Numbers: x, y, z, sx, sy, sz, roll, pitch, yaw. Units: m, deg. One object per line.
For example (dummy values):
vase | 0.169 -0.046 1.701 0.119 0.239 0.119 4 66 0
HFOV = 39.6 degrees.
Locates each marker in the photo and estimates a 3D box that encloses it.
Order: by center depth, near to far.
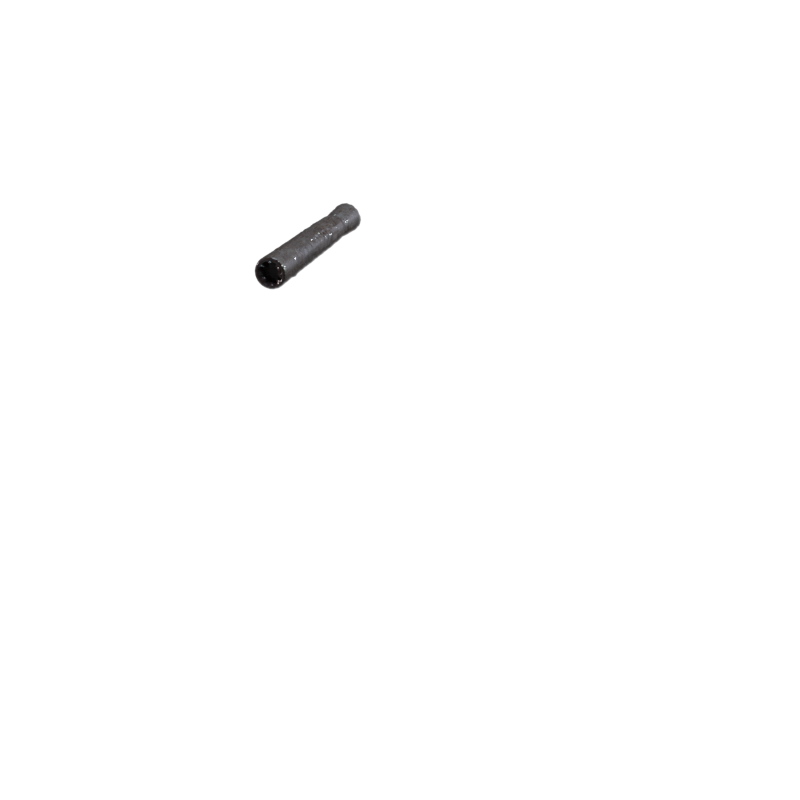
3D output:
marker | -0.051 -0.093 0.652 0.020 0.019 0.123 1 24 20
